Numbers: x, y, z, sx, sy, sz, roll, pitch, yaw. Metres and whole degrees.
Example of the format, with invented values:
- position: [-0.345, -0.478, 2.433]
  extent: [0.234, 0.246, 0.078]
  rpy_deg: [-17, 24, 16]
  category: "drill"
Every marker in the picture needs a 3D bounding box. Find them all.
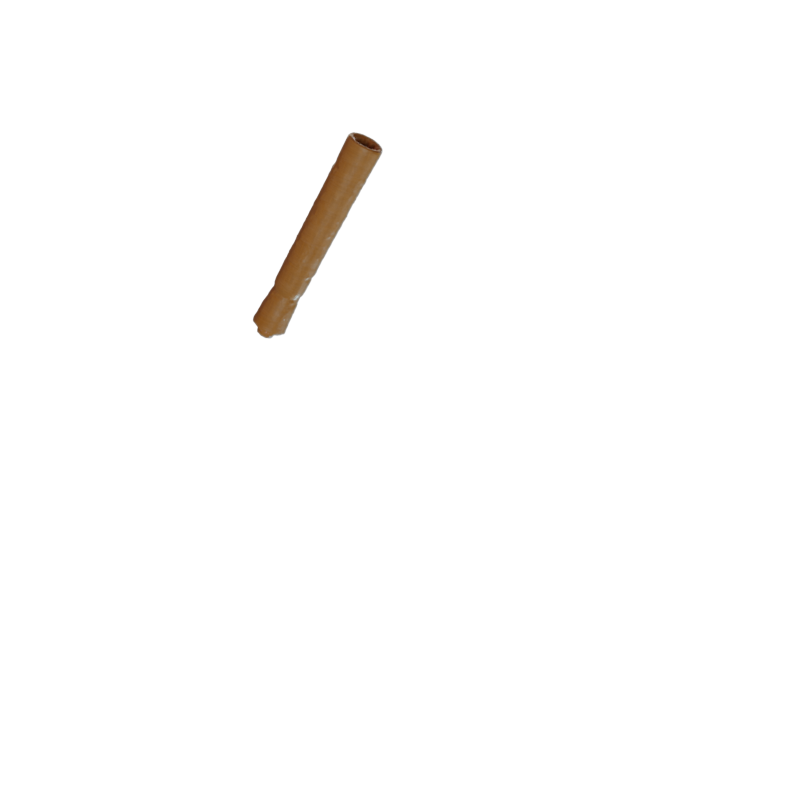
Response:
- position: [-0.044, -0.081, 0.565]
  extent: [0.019, 0.117, 0.021]
  rpy_deg: [24, 26, -16]
  category: "marker"
